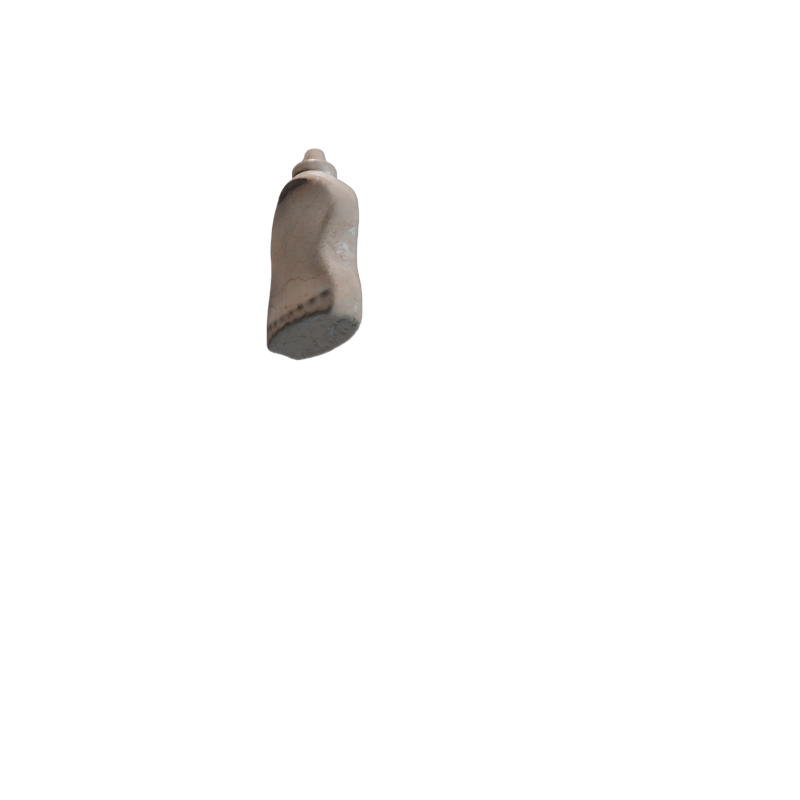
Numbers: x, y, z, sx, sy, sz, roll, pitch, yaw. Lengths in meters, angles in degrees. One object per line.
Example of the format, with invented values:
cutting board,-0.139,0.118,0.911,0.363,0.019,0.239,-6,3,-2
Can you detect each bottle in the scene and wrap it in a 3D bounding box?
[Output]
bottle,-0.075,-0.138,0.965,0.055,0.204,0.095,20,-36,-34
